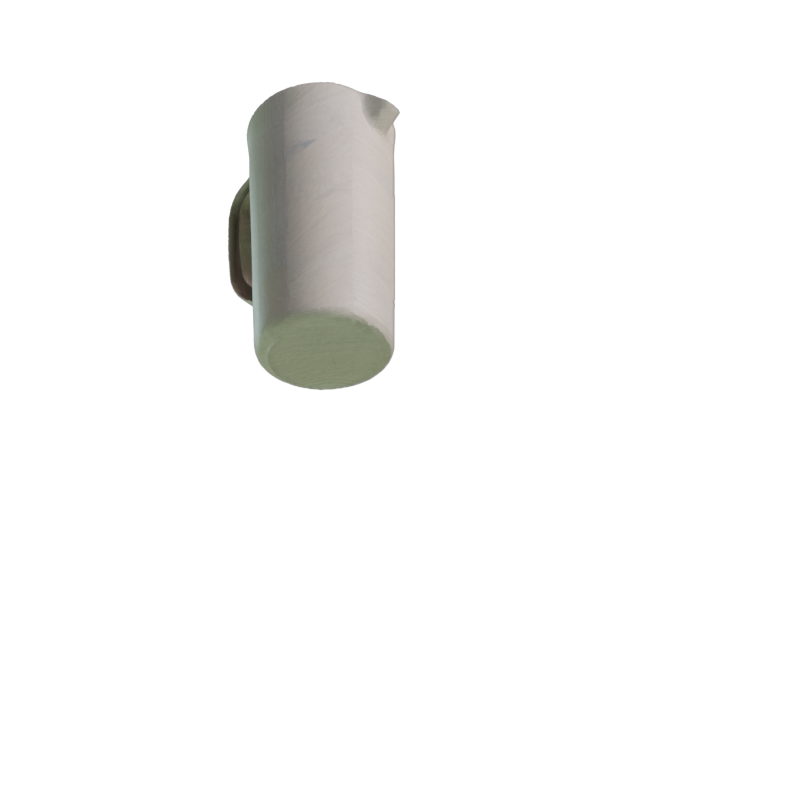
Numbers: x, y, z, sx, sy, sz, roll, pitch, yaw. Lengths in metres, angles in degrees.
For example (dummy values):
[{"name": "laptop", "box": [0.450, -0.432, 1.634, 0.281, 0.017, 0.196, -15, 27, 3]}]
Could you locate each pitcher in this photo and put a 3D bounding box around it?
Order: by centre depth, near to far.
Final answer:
[{"name": "pitcher", "box": [-0.072, -0.132, 0.922, 0.144, 0.260, 0.140, 2, -36, -6]}]
